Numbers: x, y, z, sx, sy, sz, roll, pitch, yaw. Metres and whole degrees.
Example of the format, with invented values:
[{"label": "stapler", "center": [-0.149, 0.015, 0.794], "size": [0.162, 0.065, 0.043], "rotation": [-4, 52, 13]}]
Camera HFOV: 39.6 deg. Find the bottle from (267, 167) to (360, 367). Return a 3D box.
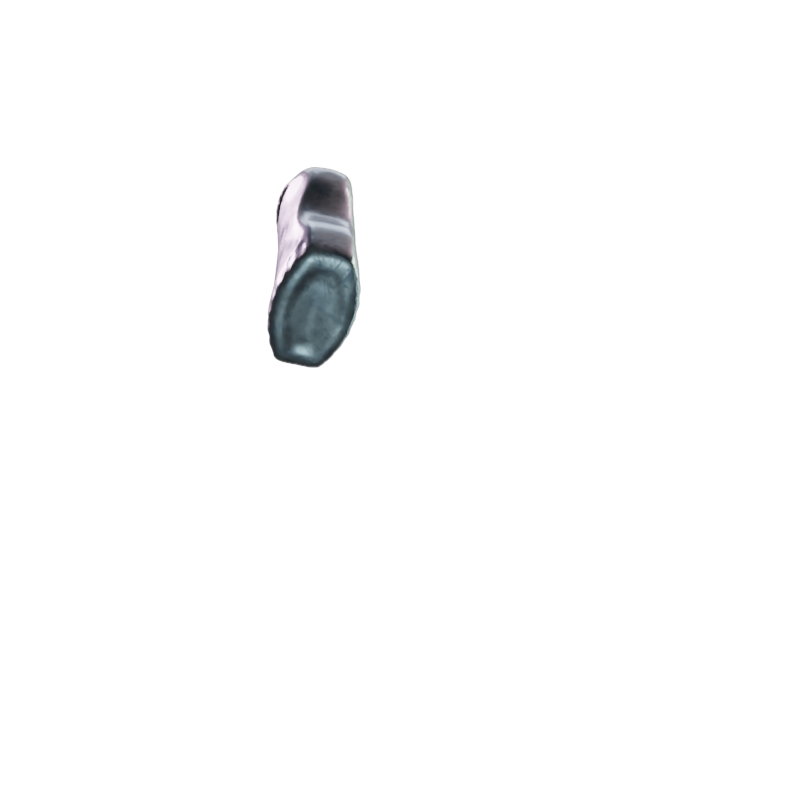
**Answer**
[{"label": "bottle", "center": [-0.063, -0.116, 0.812], "size": [0.057, 0.091, 0.205], "rotation": [11, 34, -11]}]
